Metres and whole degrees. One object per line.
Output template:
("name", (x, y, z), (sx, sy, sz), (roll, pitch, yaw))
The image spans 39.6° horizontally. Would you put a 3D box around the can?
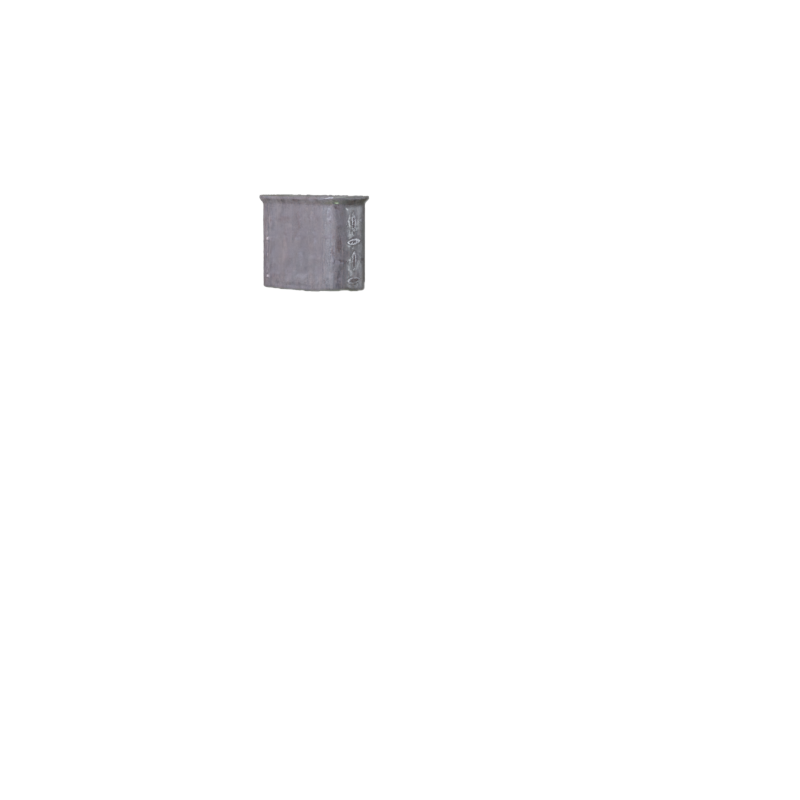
("can", (-0.078, -0.142, 0.993), (0.107, 0.083, 0.056), (7, 9, 39))
